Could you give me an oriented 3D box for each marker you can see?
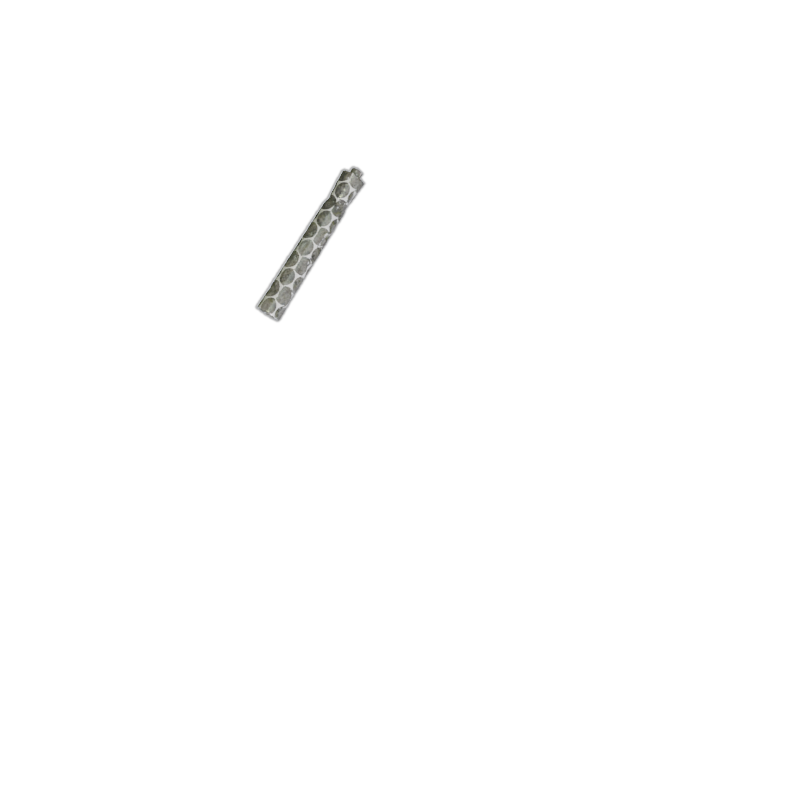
[{"bbox_3d":[-0.061,-0.111,0.777,0.020,0.122,0.019,31,-9,1],"label":"marker"}]
